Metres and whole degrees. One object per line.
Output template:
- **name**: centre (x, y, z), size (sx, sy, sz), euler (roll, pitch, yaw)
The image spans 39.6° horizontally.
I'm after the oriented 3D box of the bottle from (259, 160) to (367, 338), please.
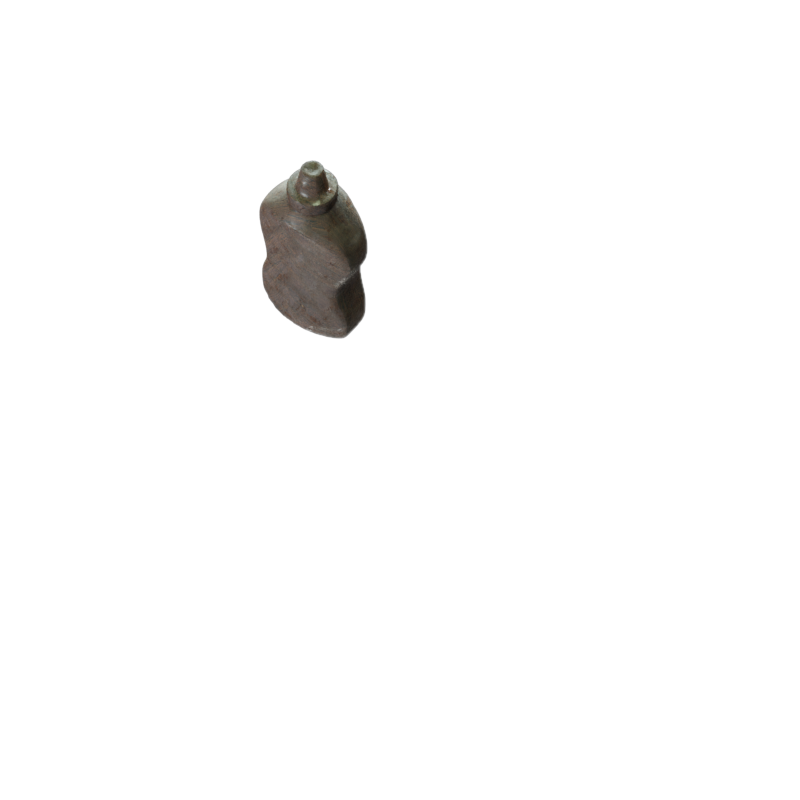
- **bottle**: centre (-0.072, -0.131, 0.922), size (0.100, 0.059, 0.180), euler (36, -27, 17)
